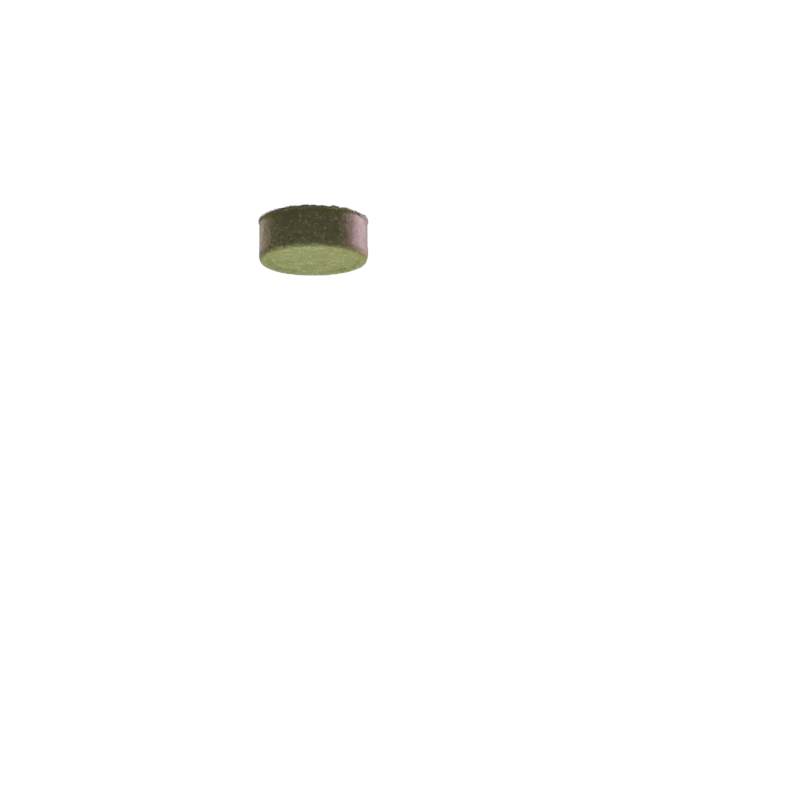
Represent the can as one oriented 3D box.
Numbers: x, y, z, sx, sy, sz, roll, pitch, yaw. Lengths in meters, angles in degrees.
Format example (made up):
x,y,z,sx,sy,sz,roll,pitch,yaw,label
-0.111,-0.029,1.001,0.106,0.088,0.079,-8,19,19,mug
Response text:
x,y,z,sx,sy,sz,roll,pitch,yaw,label
-0.067,-0.123,0.859,0.086,0.035,0.083,0,-10,-2,can
